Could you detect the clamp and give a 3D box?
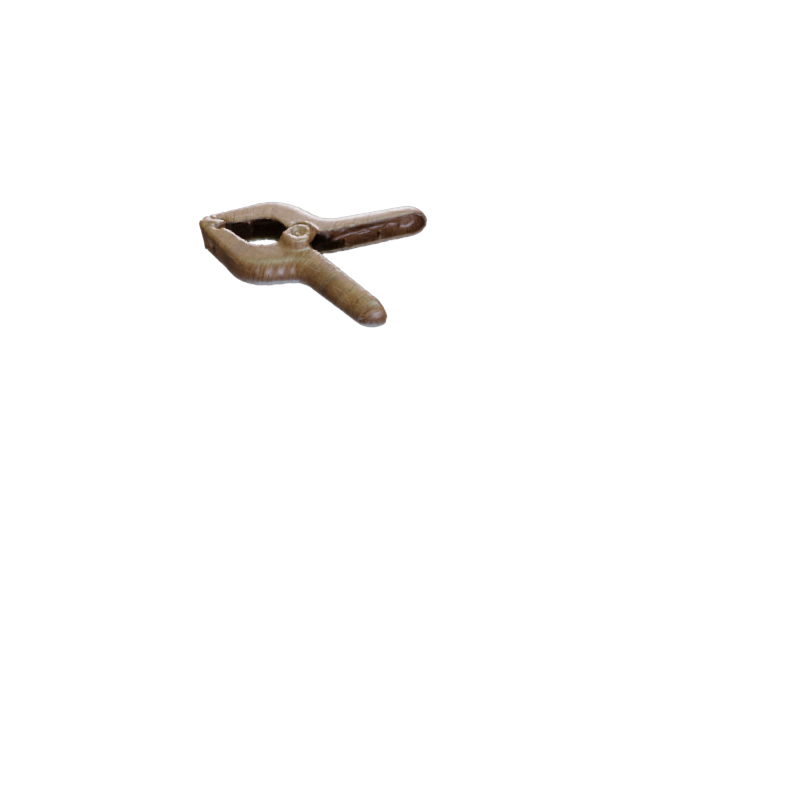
[{"bbox_3d":[-0.066,-0.120,0.843,0.178,0.037,0.124,19,46,20],"label":"clamp"}]
